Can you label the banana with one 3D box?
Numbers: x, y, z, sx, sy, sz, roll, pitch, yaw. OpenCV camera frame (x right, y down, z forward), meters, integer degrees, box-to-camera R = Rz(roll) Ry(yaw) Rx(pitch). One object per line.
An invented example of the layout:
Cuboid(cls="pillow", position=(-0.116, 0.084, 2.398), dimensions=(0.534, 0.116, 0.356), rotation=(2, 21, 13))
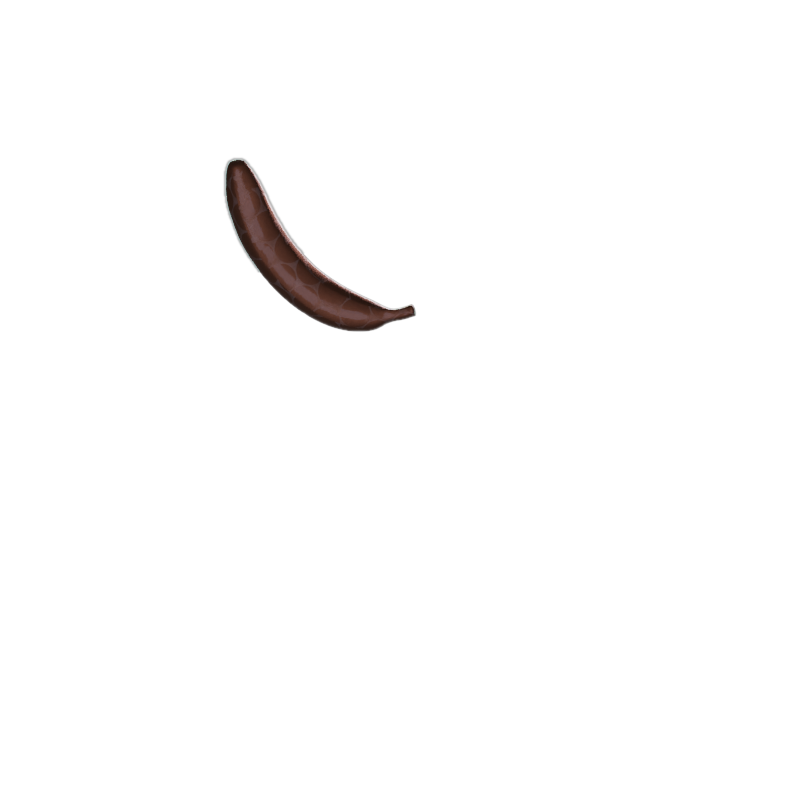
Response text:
Cuboid(cls="banana", position=(-0.081, -0.115, 0.914), dimensions=(0.192, 0.069, 0.038), rotation=(39, 15, -12))
